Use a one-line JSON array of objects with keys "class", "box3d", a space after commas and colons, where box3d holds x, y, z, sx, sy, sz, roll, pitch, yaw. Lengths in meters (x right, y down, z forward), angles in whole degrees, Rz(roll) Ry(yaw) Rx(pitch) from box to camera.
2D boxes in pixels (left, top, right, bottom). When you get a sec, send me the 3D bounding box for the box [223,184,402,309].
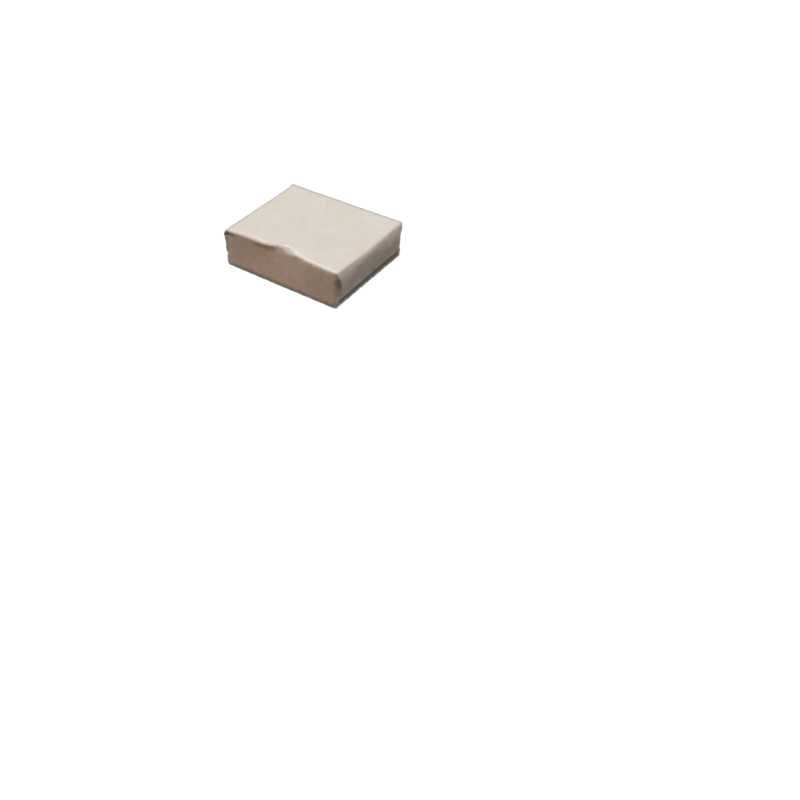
[{"class": "box", "box3d": [-0.055, -0.101, 0.707, 0.094, 0.028, 0.074, 23, 43, 27]}]
